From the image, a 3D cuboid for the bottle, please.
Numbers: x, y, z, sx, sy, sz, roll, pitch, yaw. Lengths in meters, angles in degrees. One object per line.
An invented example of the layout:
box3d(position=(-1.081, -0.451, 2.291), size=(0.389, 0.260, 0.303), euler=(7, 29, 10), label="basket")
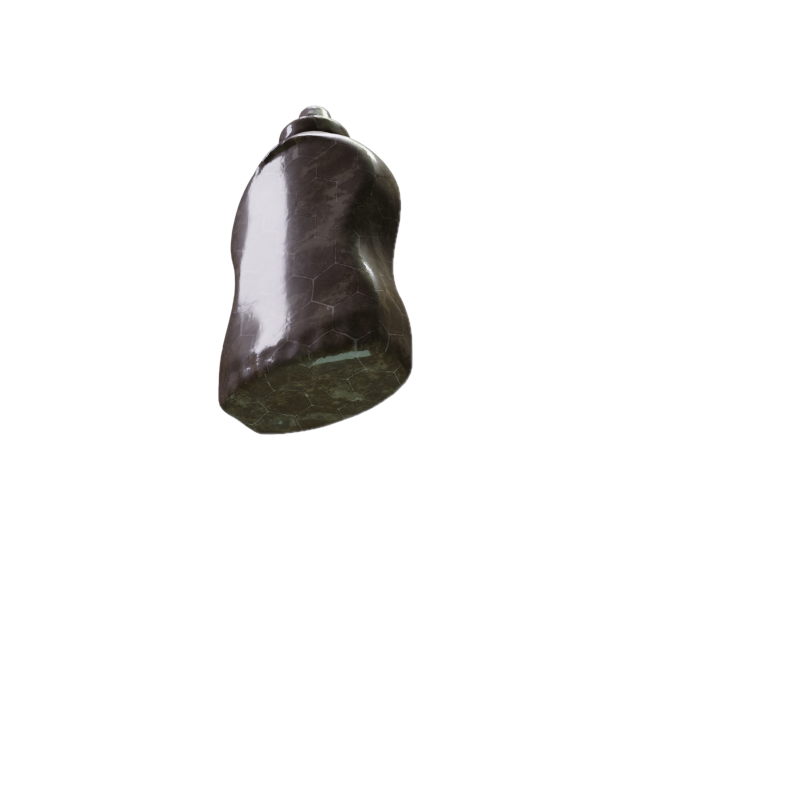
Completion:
box3d(position=(-0.045, -0.082, 0.578), size=(0.096, 0.205, 0.054), euler=(-24, -41, 26), label="bottle")
